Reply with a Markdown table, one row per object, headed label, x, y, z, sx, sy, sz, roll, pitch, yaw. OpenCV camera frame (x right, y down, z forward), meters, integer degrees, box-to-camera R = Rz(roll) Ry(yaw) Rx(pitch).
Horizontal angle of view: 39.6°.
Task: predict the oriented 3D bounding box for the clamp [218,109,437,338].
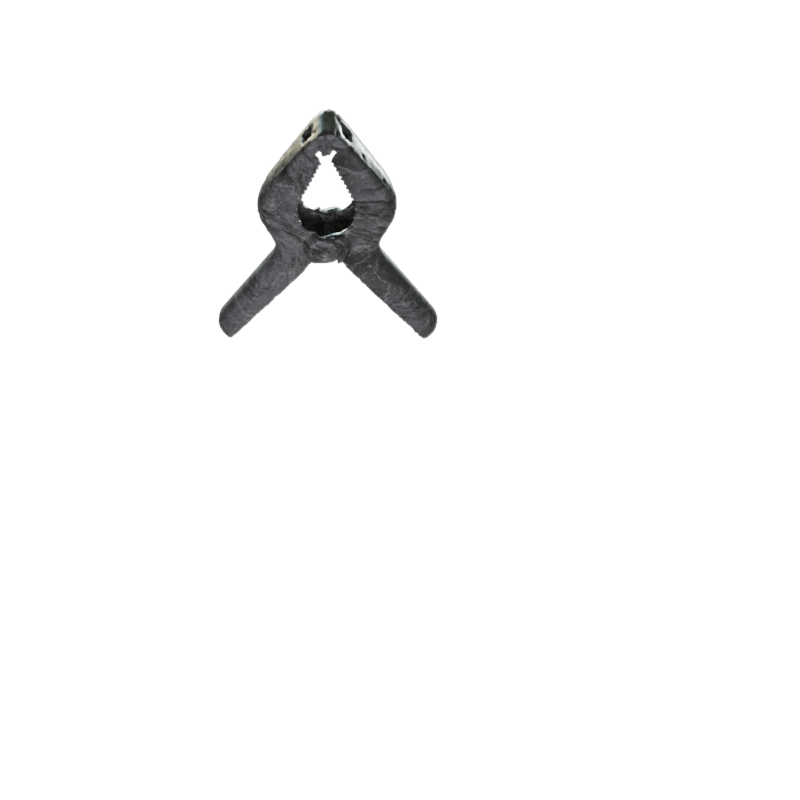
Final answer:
| label | x | y | z | sx | sy | sz | roll | pitch | yaw |
| --- | --- | --- | --- | --- | --- | --- | --- | --- | --- |
| clamp | -0.061 | -0.112 | 0.784 | 0.165 | 0.039 | 0.194 | -4 | -42 | 4 |
